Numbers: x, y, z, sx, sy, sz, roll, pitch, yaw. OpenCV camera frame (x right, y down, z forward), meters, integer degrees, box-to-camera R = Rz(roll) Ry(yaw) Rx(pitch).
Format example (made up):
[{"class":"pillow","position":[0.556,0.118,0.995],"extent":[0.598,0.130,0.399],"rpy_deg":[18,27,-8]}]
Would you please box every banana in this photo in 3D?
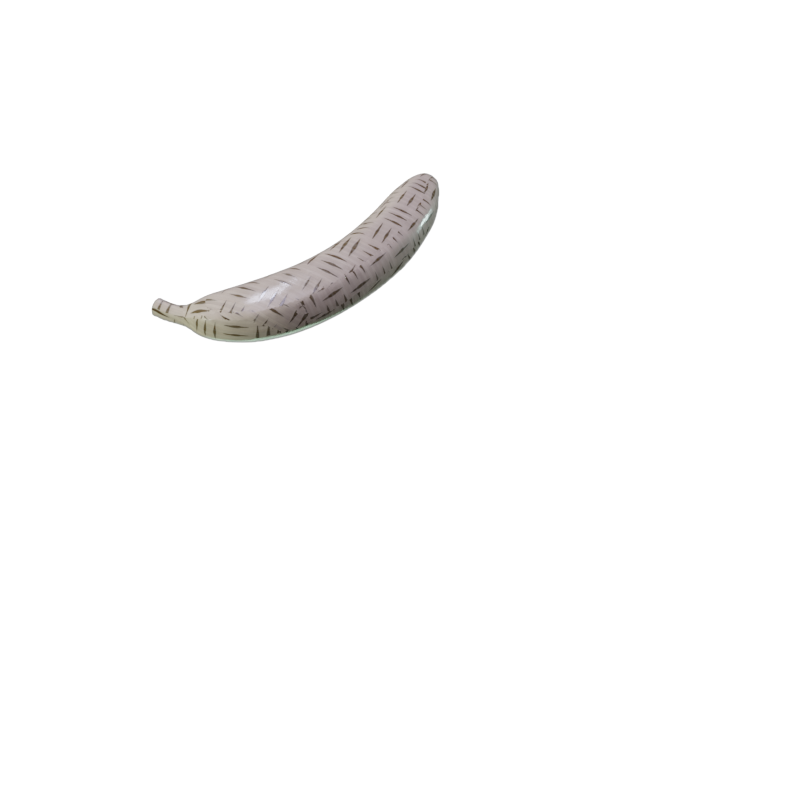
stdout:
[{"class":"banana","position":[-0.045,-0.080,0.650],"extent":[0.197,0.075,0.034],"rpy_deg":[-27,-33,-20]}]
